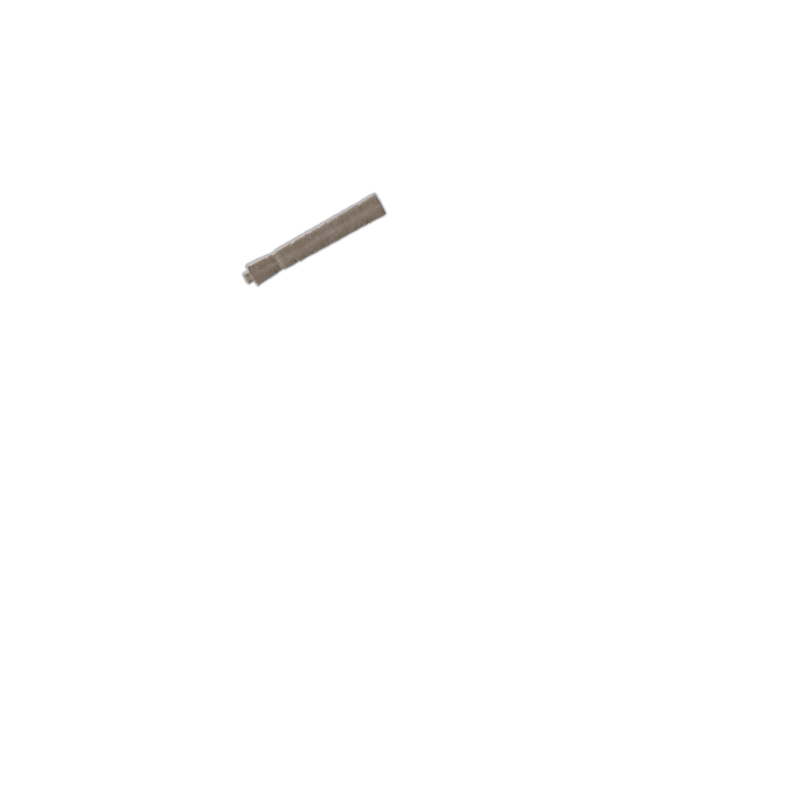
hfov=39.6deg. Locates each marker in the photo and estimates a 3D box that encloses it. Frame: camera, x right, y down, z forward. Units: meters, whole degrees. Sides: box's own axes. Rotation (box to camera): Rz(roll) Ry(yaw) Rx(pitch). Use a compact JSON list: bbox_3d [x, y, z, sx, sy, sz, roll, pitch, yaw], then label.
[{"bbox_3d":[-0.068,-0.123,0.863,0.121,0.020,0.020,-29,3,3],"label":"marker"}]
